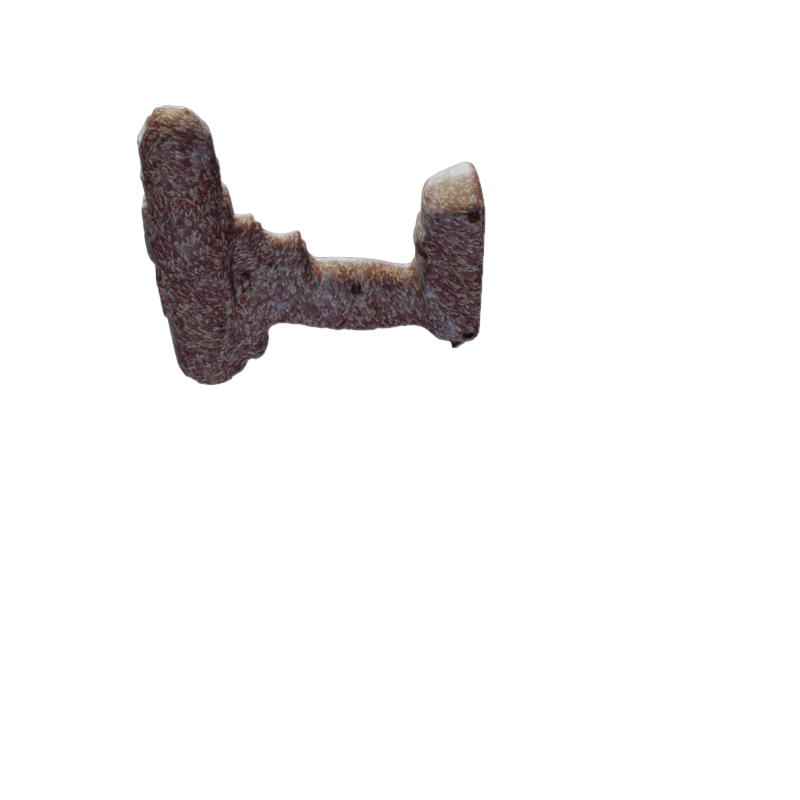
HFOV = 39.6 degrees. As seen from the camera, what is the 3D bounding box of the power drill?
[{"bbox_3d":[-0.049,-0.089,0.625,0.188,0.171,0.062,-2,43,2],"label":"power drill"}]
